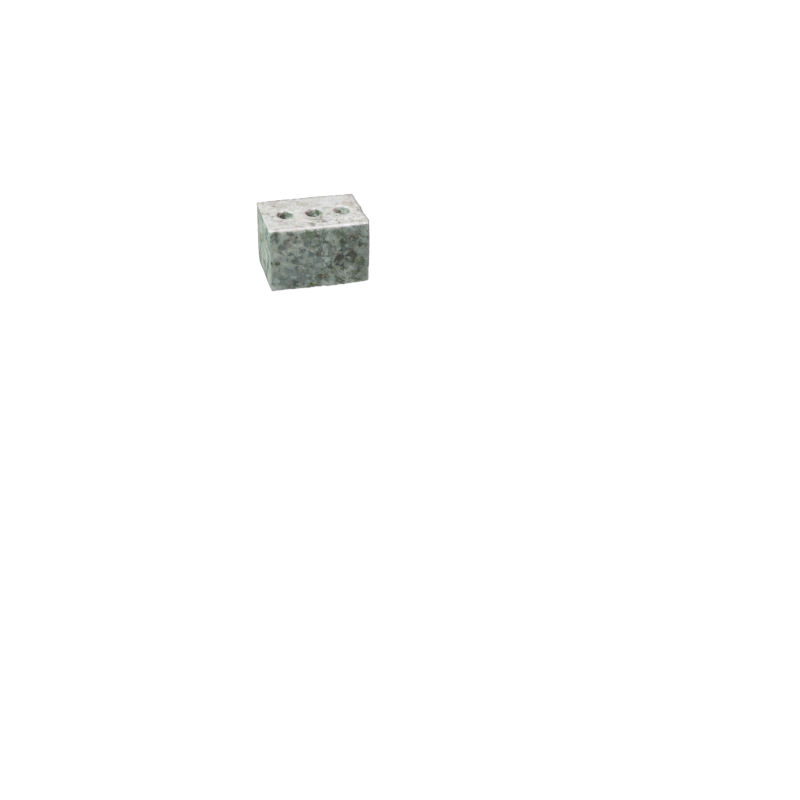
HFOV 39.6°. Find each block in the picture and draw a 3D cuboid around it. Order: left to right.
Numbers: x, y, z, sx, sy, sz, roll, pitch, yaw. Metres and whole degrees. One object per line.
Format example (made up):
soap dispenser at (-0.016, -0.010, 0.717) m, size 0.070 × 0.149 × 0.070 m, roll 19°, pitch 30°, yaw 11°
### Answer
block at (-0.066, -0.120, 0.839) m, size 0.077 × 0.048 × 0.057 m, roll -7°, pitch 32°, yaw -13°
